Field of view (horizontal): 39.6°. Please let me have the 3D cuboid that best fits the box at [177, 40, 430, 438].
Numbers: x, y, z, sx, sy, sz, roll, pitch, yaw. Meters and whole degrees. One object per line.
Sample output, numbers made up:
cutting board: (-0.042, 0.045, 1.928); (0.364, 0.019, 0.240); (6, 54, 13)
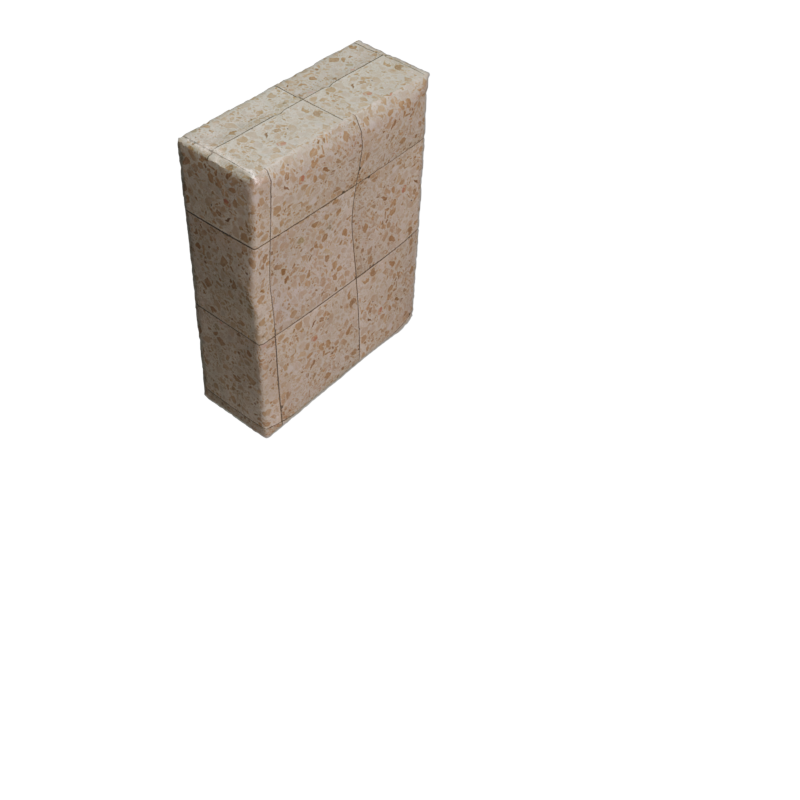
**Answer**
box: (-0.057, -0.105, 0.732); (0.076, 0.199, 0.166); (30, 49, 26)
